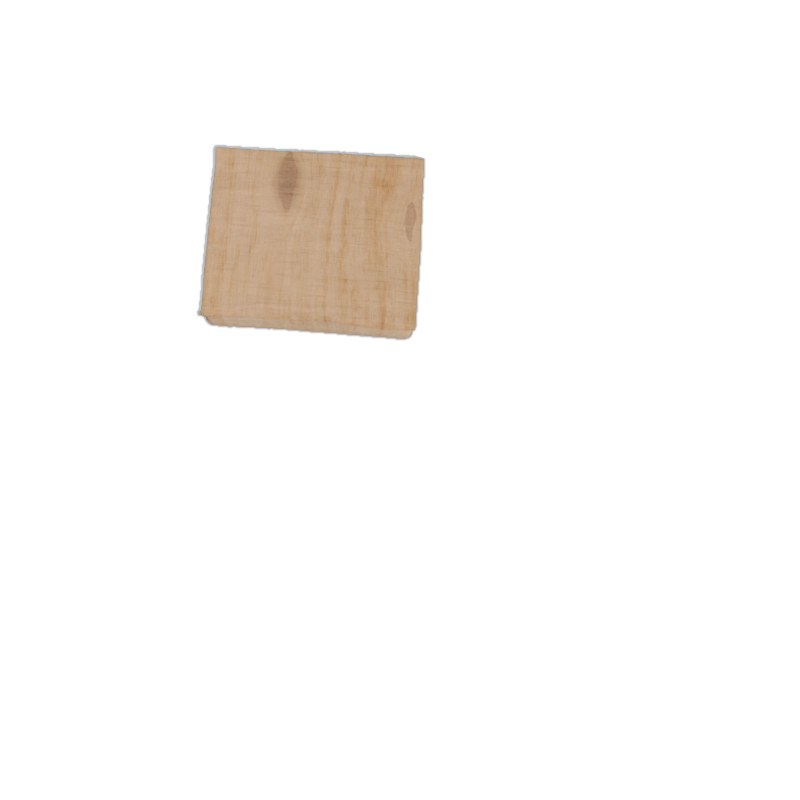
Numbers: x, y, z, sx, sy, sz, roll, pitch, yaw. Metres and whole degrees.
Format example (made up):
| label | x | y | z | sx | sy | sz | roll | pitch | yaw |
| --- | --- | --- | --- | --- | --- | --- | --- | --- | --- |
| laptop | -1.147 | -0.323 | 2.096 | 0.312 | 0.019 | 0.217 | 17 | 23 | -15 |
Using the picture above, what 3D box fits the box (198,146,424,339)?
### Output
| label | x | y | z | sx | sy | sz | roll | pitch | yaw |
| --- | --- | --- | --- | --- | --- | --- | --- | --- | --- |
| box | -0.036 | -0.066 | 0.463 | 0.089 | 0.075 | 0.029 | 4 | -12 | 0 |
